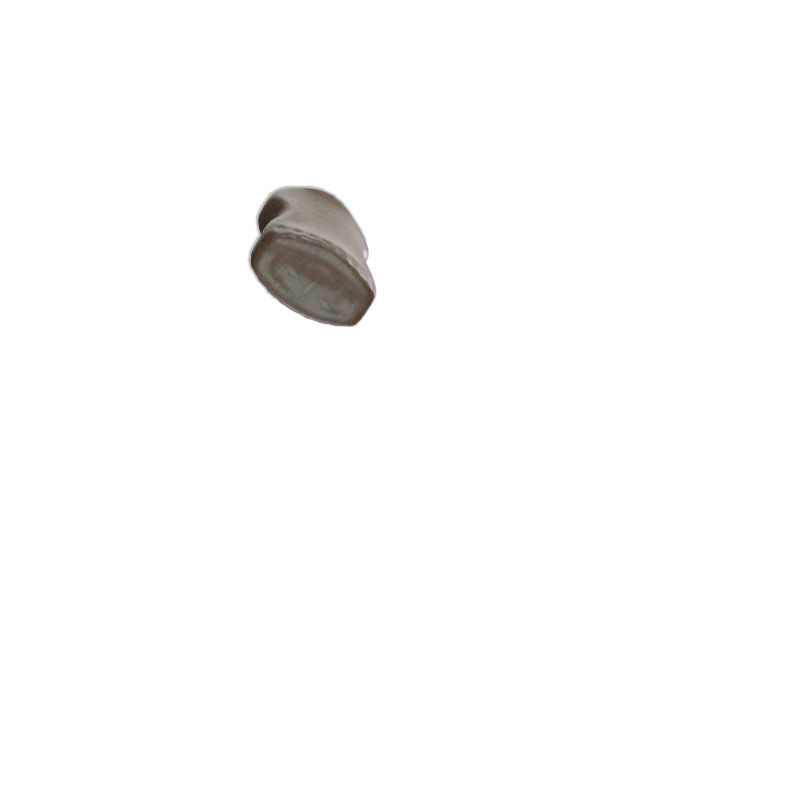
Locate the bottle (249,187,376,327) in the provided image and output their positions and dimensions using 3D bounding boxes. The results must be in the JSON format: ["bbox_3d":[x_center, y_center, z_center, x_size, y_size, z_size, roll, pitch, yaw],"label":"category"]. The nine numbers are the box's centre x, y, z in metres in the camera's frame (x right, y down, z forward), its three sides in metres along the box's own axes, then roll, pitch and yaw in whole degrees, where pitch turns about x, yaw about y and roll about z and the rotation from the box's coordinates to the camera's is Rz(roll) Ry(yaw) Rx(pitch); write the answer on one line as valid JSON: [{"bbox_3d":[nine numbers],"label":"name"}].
[{"bbox_3d":[-0.070,-0.128,0.896,0.093,0.057,0.202,27,20,-15],"label":"bottle"}]
